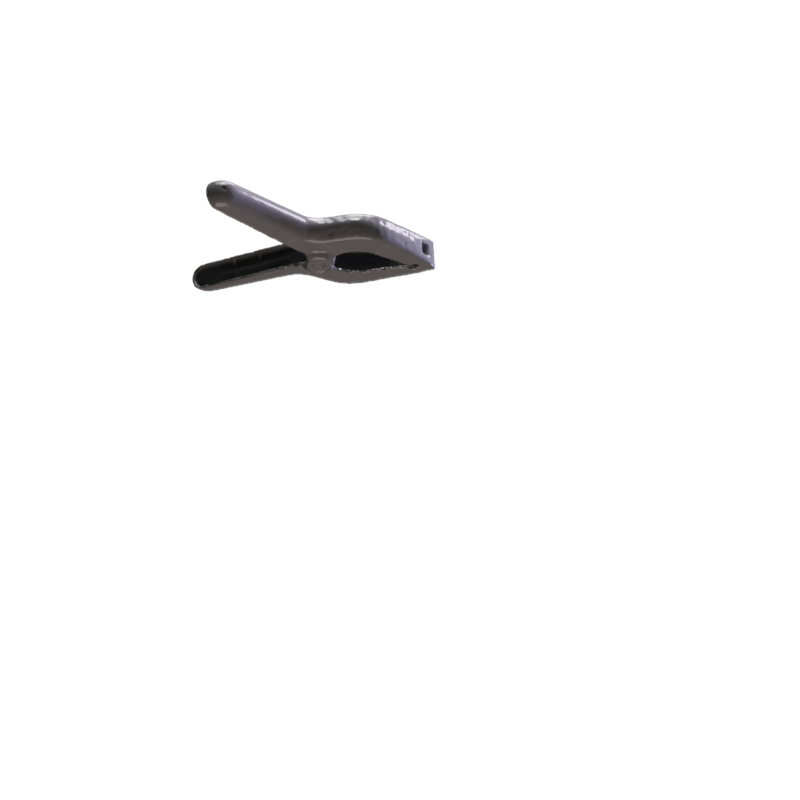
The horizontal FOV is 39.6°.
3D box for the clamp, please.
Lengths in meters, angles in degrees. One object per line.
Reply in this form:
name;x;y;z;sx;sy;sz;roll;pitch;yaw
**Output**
clamp;-0.073;-0.133;0.932;0.209;0.038;0.157;1;-21;-4
